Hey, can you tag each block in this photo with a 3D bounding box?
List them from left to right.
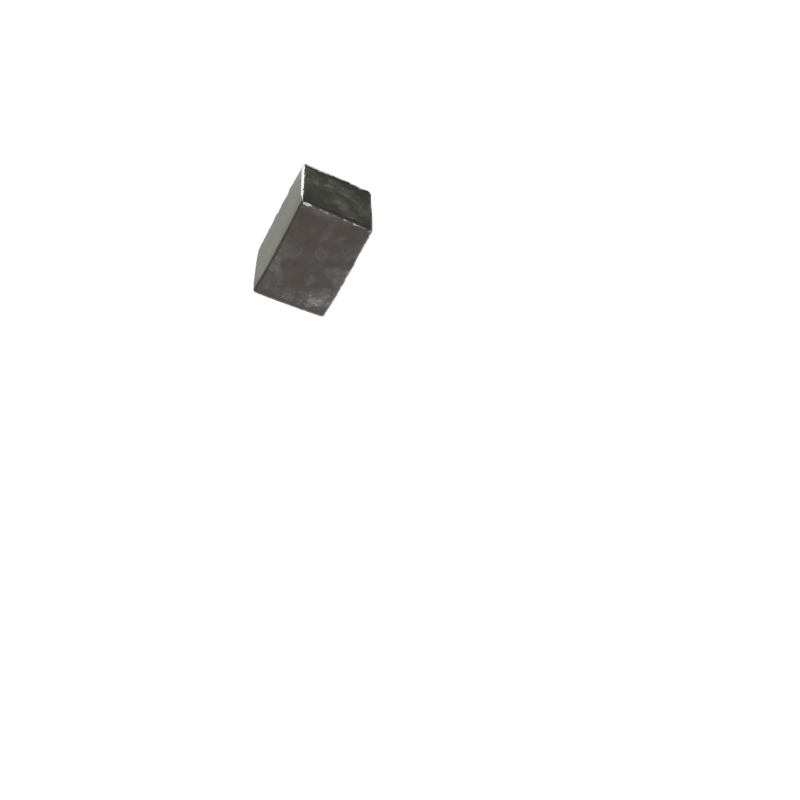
[{"bbox_3d":[-0.058,-0.105,0.739,0.051,0.075,0.055,23,30,-17],"label":"block"}]
